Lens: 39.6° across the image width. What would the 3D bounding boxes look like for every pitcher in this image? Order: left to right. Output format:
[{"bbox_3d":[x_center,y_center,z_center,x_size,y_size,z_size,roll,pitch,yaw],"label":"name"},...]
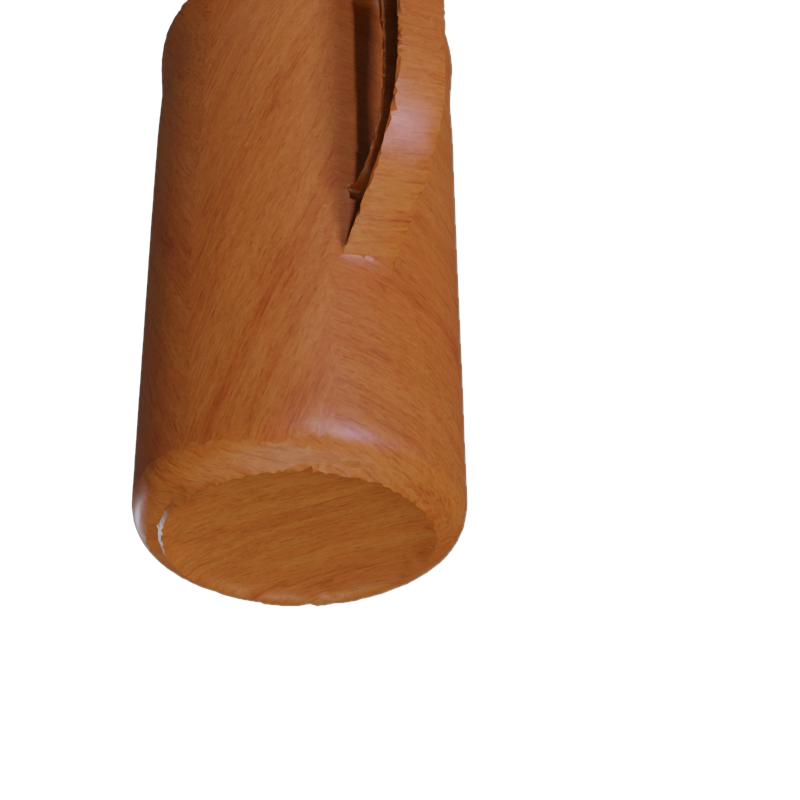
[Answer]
[{"bbox_3d":[-0.033,-0.061,0.425,0.146,0.261,0.137,-14,-41,13],"label":"pitcher"}]
